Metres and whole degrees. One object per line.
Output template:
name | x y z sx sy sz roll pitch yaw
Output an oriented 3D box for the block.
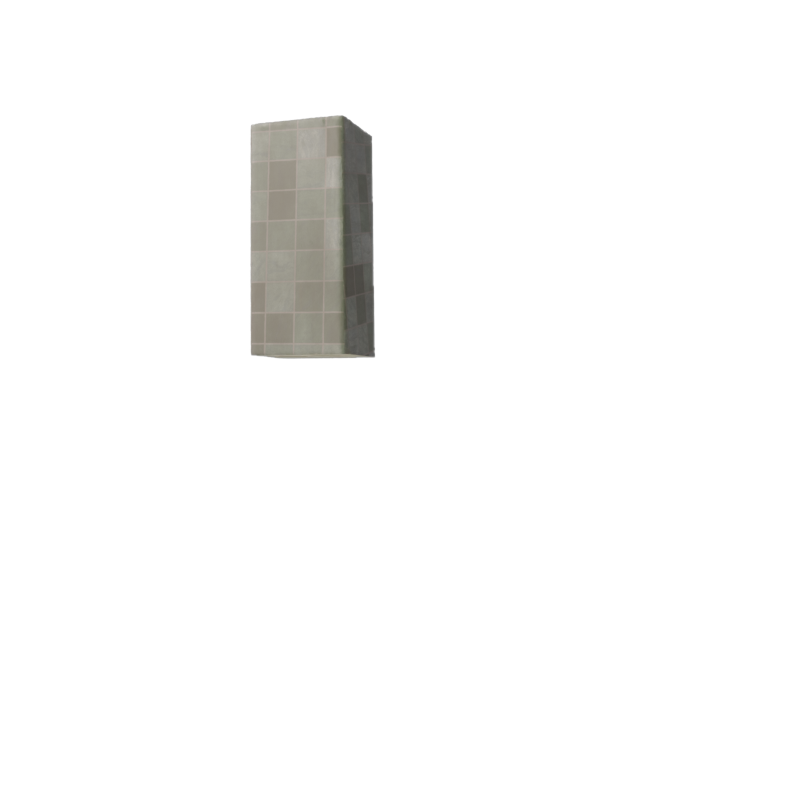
block | -0.079 -0.143 0.998 0.093 0.210 0.087 -3 -7 18
